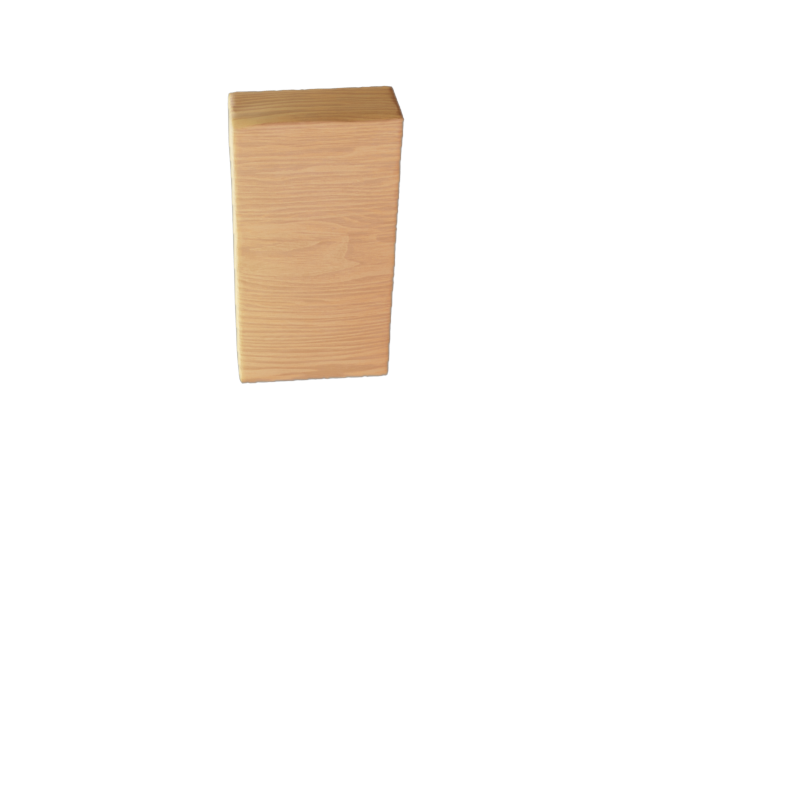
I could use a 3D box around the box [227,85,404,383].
[{"bbox_3d":[-0.050,-0.090,0.632,0.093,0.164,0.052,-3,40,-7],"label":"box"}]
